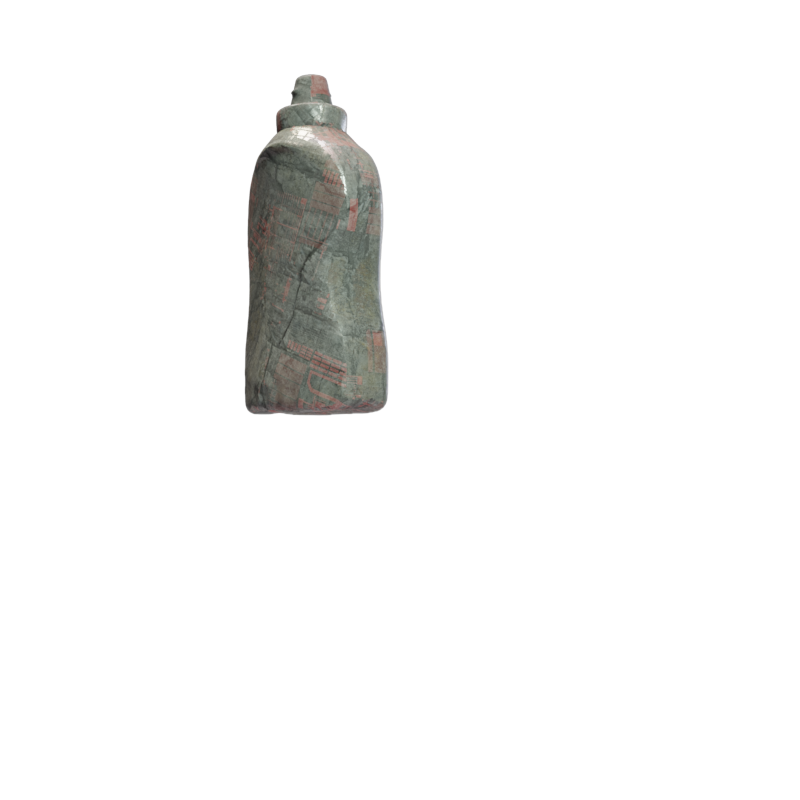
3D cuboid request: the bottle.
[{"bbox_3d":[-0.049,-0.089,0.624,0.056,0.196,0.098,7,-11,-37],"label":"bottle"}]
